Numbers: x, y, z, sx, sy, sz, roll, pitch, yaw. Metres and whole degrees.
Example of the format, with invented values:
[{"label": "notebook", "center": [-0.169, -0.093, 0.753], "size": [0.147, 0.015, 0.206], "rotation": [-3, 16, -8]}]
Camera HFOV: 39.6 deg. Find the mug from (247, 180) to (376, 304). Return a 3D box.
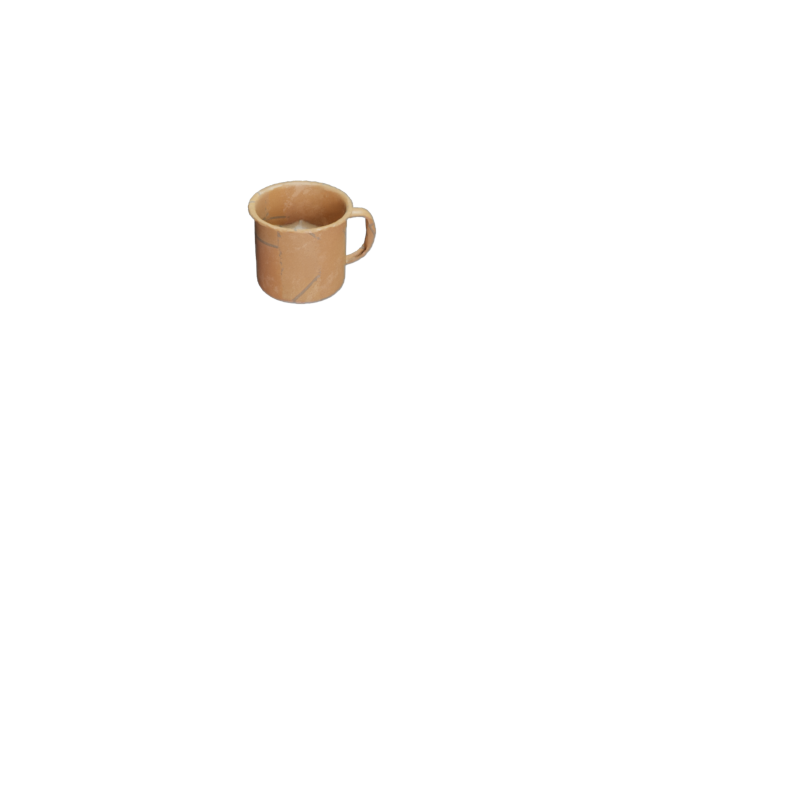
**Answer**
[{"label": "mug", "center": [-0.078, -0.143, 0.999], "size": [0.115, 0.076, 0.101], "rotation": [-12, 38, -17]}]
